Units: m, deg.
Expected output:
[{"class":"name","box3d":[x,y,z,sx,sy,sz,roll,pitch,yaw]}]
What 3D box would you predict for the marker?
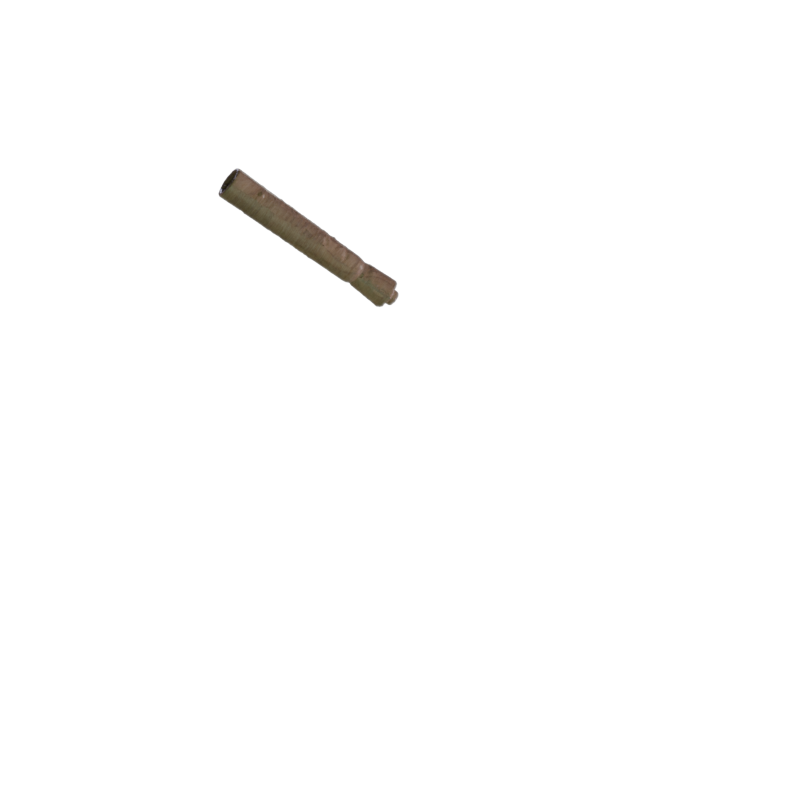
[{"class":"marker","box3d":[-0.049,-0.090,0.629,0.116,0.020,0.020,34,-9,-18]}]
